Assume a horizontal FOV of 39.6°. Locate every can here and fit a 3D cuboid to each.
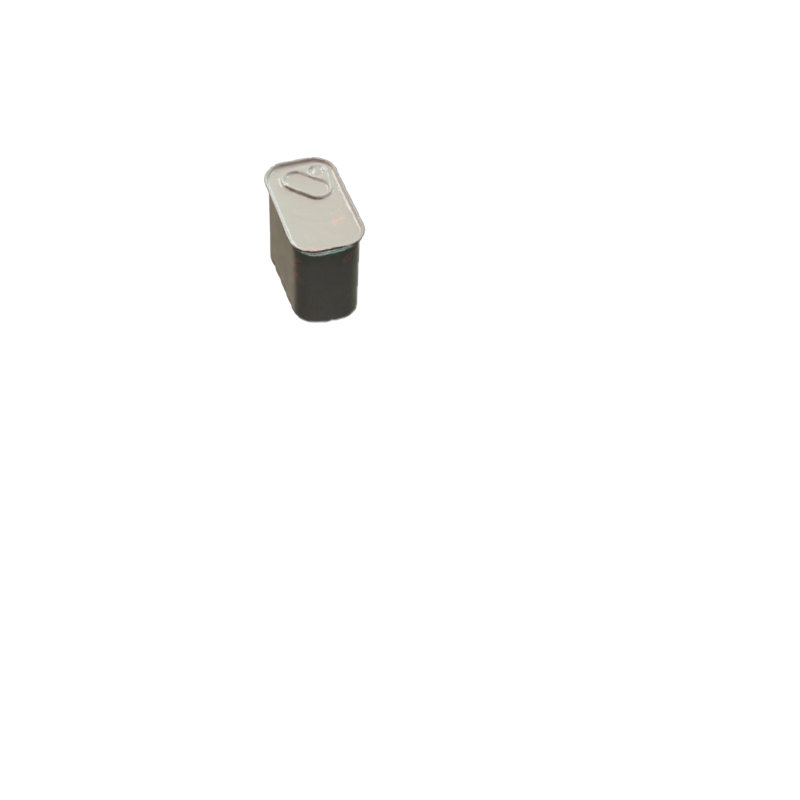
[{"bbox_3d":[-0.067,-0.122,0.852,0.057,0.110,0.078,-13,-40,-14],"label":"can"}]
